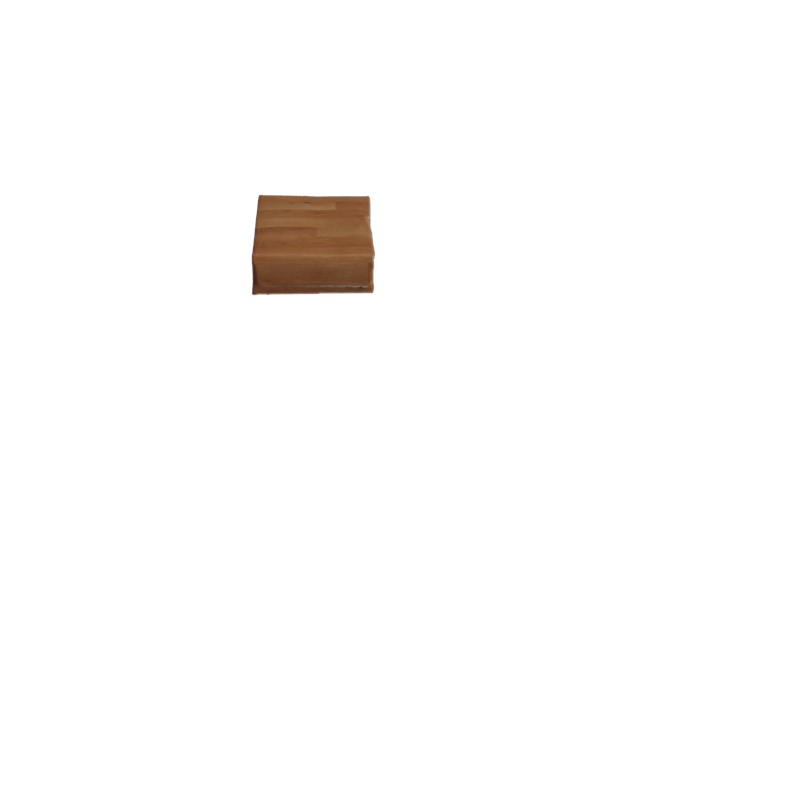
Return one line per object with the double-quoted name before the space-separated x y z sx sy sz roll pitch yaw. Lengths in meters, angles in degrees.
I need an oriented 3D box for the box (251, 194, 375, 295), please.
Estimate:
"box" -0.054 -0.098 0.686 0.073 0.028 0.095 -1 32 -1
